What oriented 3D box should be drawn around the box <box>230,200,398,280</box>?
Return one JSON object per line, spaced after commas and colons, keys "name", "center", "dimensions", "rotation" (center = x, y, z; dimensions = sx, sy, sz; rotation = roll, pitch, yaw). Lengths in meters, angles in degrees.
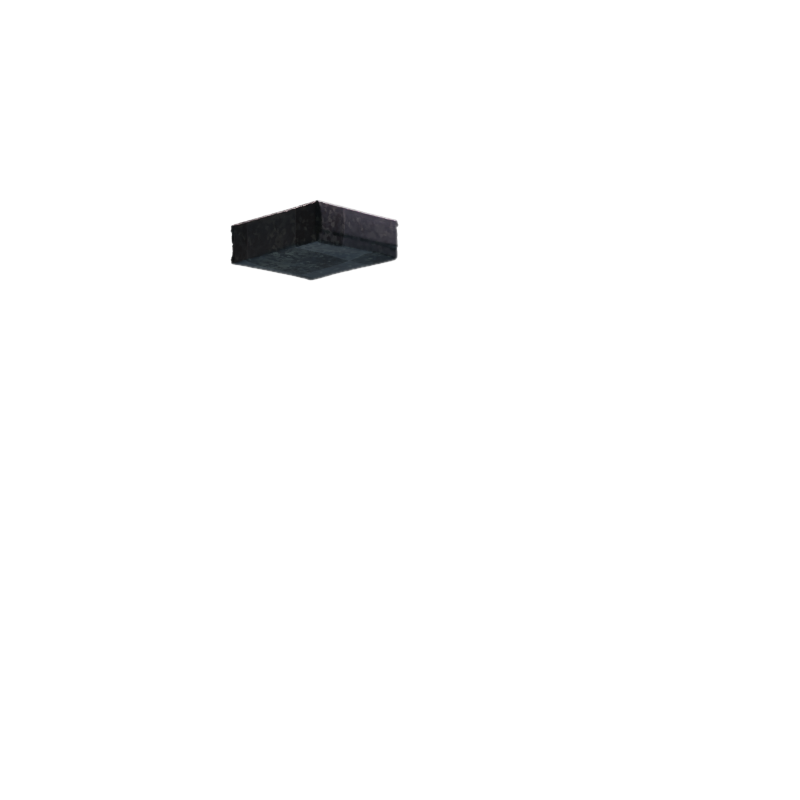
{"name": "box", "center": [-0.071, -0.130, 0.912], "dimensions": [0.085, 0.040, 0.116], "rotation": [9, -12, -44]}
